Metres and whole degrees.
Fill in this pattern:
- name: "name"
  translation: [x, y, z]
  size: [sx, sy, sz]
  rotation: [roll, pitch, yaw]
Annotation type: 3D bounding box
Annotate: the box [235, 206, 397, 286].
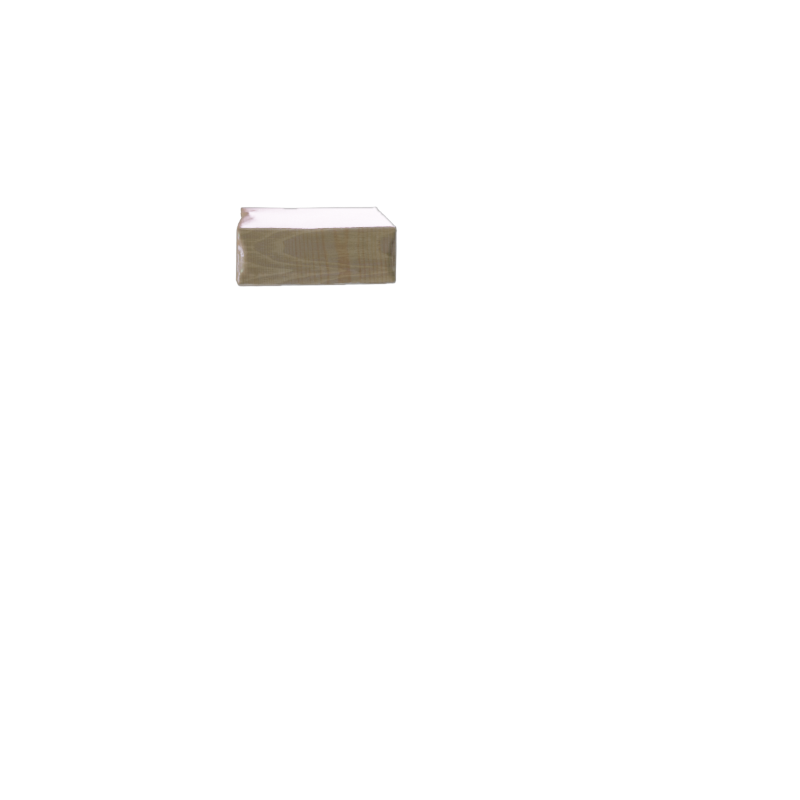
- name: "box"
  translation: [-0.042, -0.077, 0.542]
  size: [0.073, 0.029, 0.092]
  rotation: [-1, 15, -4]
